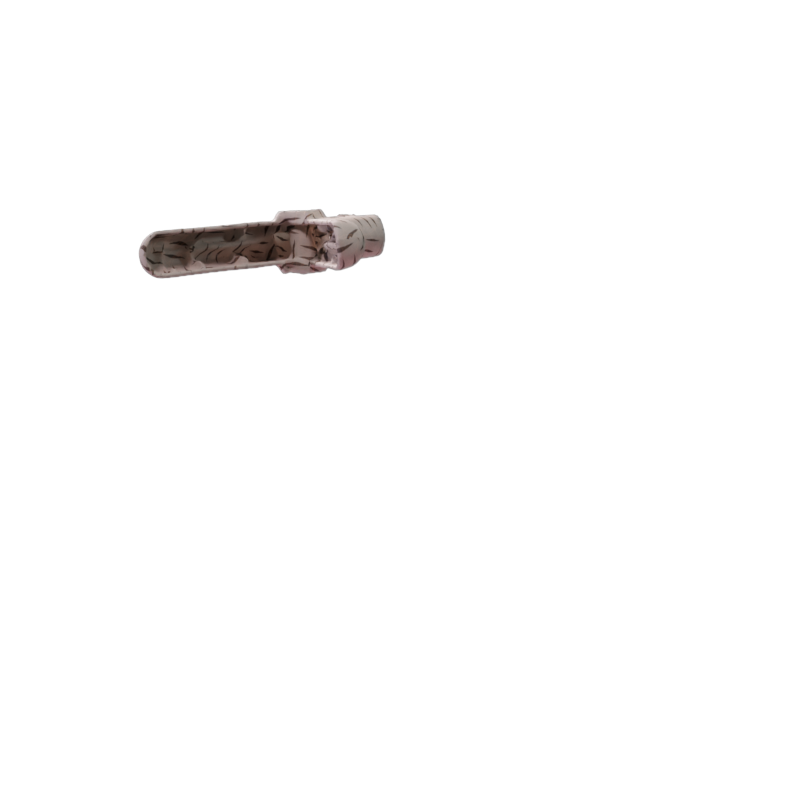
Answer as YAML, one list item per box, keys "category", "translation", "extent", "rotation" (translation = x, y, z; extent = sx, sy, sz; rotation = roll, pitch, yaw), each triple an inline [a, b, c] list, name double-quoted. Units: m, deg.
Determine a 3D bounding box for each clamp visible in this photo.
- category: "clamp"
  translation: [-0.048, -0.087, 0.612]
  extent: [0.125, 0.038, 0.169]
  rotation: [7, 16, 27]
